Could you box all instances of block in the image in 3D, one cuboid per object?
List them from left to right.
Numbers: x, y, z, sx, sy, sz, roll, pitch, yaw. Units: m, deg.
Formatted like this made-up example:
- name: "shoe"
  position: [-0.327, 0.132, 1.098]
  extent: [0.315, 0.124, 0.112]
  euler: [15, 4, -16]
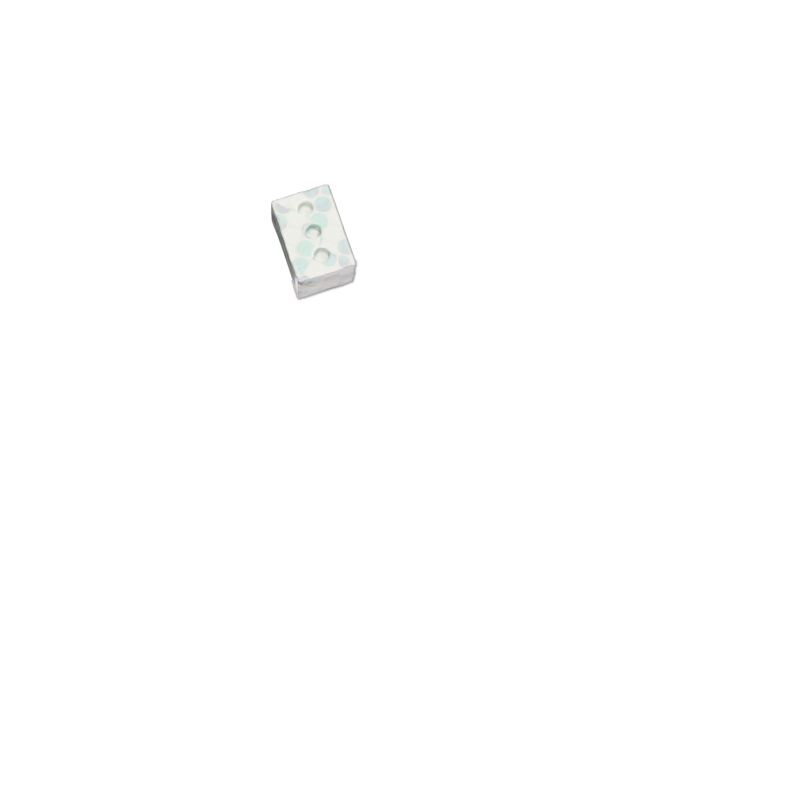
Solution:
- name: "block"
  position: [-0.074, -0.134, 0.940]
  extent: [0.052, 0.082, 0.049]
  euler: [-18, -17, -7]
